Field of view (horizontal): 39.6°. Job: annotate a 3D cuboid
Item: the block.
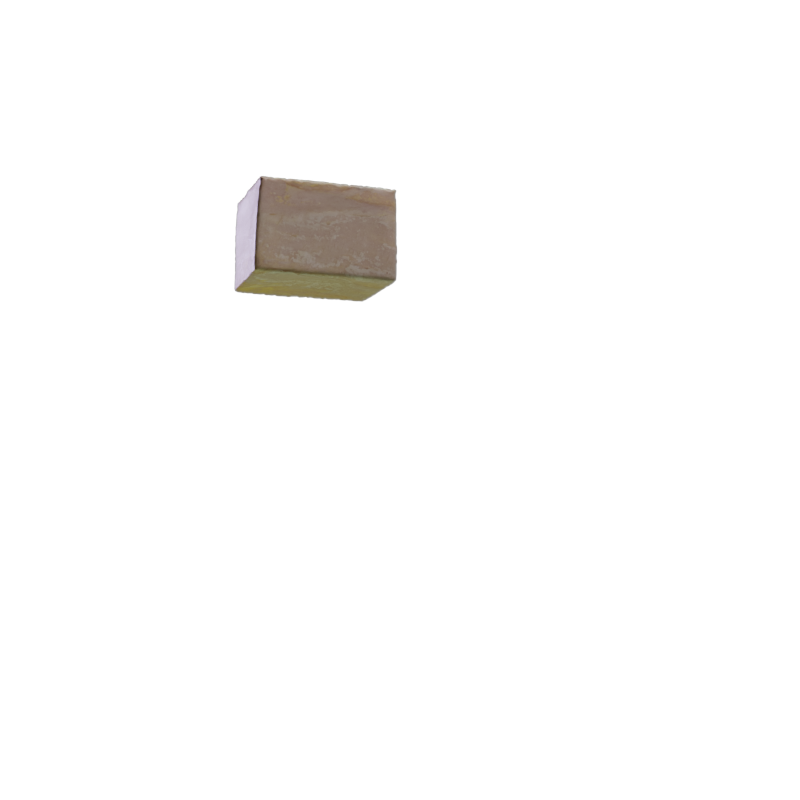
[{"bbox_3d":[-0.047,-0.085,0.596,0.076,0.053,0.052,3,-12,-19],"label":"block"}]
